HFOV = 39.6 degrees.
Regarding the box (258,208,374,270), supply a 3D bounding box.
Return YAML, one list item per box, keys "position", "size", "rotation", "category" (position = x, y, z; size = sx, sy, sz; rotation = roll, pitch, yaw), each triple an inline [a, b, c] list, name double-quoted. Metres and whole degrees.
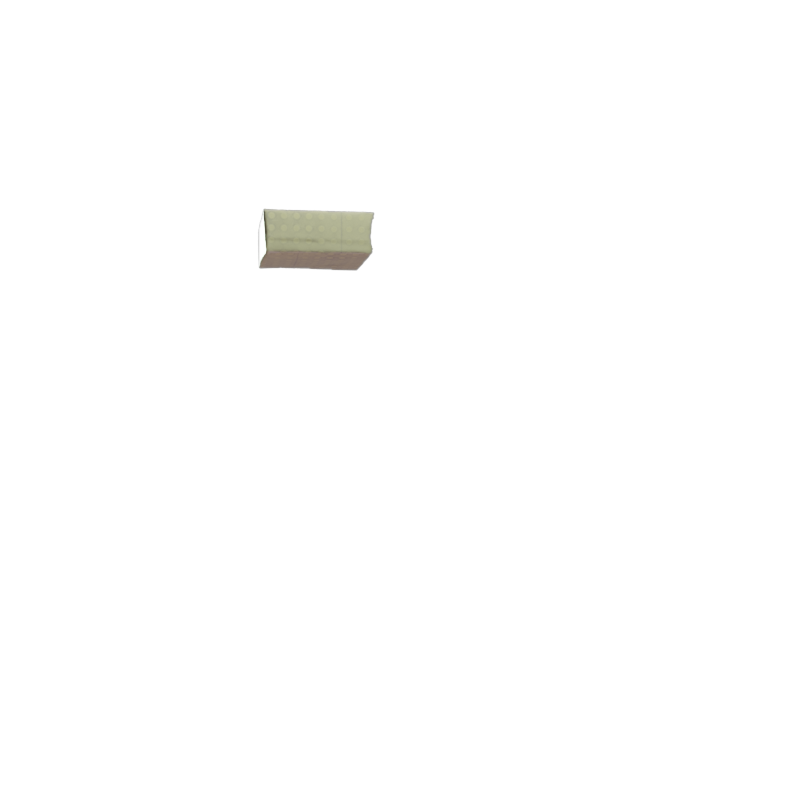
- position: [-0.073, -0.133, 0.931]
  size: [0.089, 0.039, 0.114]
  rotation: [0, 0, -8]
  category: "box"
